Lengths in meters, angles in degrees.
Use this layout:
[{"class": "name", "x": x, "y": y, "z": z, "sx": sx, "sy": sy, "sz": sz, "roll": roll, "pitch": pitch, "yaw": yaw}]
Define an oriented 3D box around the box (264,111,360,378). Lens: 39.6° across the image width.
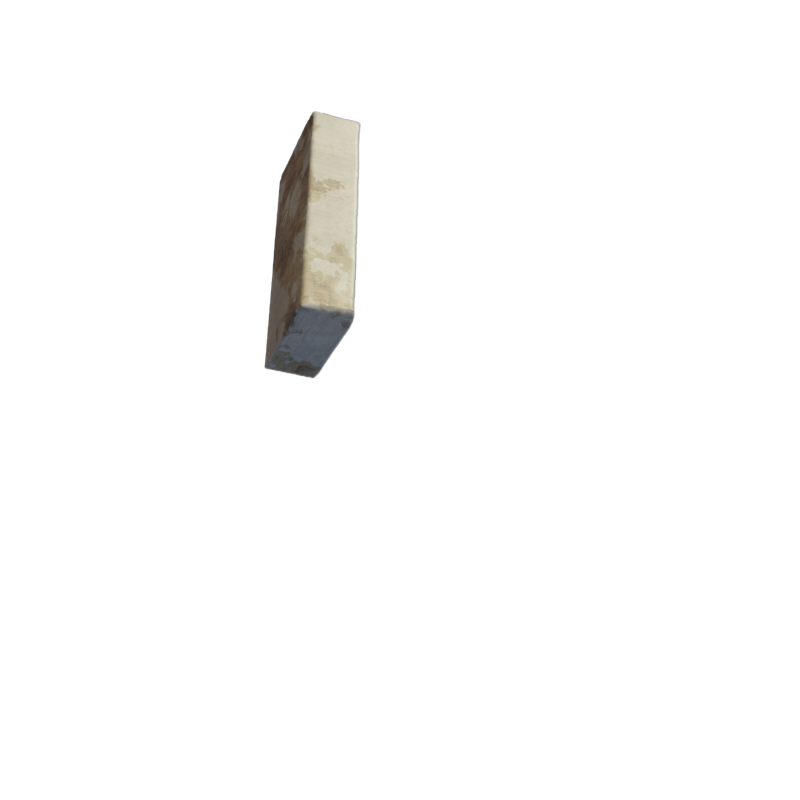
[{"class": "box", "x": -0.064, "y": -0.117, "z": 0.817, "sx": 0.047, "sy": 0.188, "sz": 0.090, "roll": 11, "pitch": -35, "yaw": -19}]
